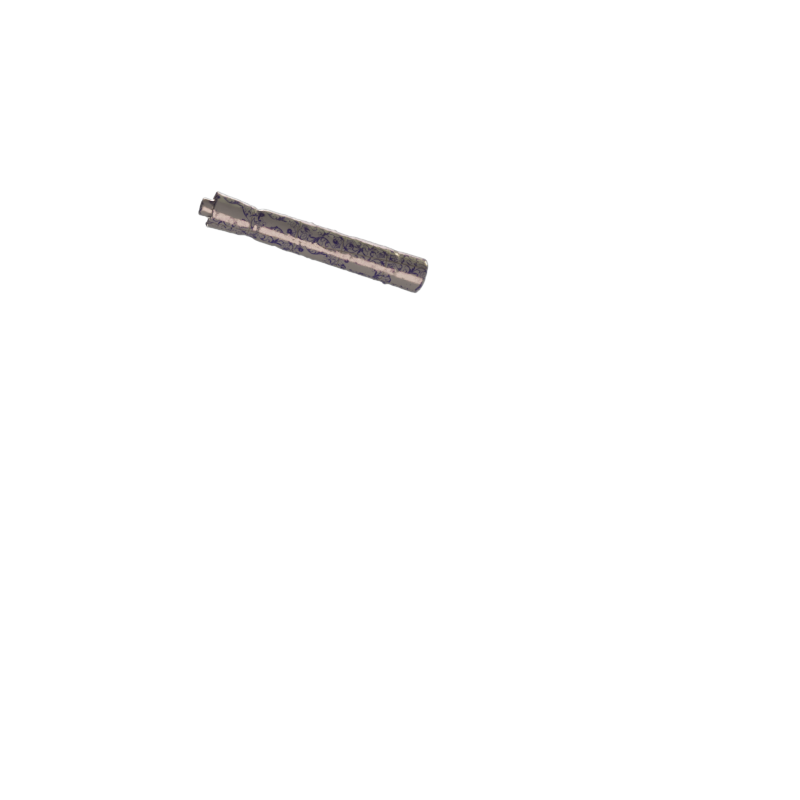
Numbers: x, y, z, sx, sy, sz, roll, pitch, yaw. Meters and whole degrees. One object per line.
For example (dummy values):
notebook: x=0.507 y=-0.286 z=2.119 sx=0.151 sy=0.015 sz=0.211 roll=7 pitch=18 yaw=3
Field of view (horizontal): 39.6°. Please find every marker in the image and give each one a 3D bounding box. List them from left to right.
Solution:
marker: x=-0.044 y=-0.081 z=0.566 sx=0.118 sy=0.020 sz=0.020 roll=16 pitch=0 yaw=-12
